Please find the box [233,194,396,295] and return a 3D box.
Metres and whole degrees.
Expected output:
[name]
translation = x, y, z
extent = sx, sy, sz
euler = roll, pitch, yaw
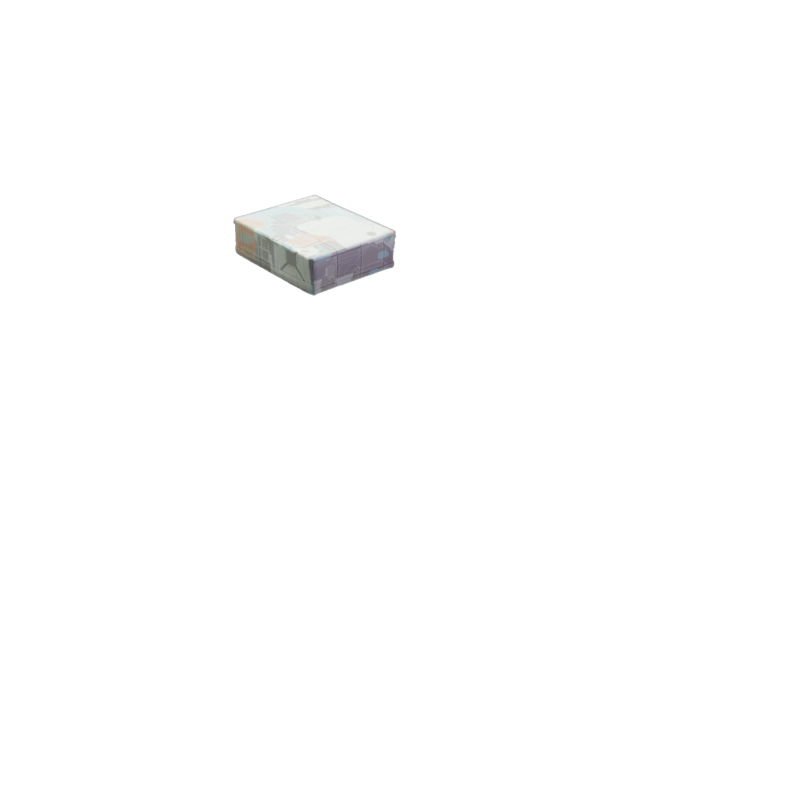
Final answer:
[box]
translation = -0.073, -0.134, 0.936
extent = 0.089, 0.037, 0.122
euler = -23, 38, -33
